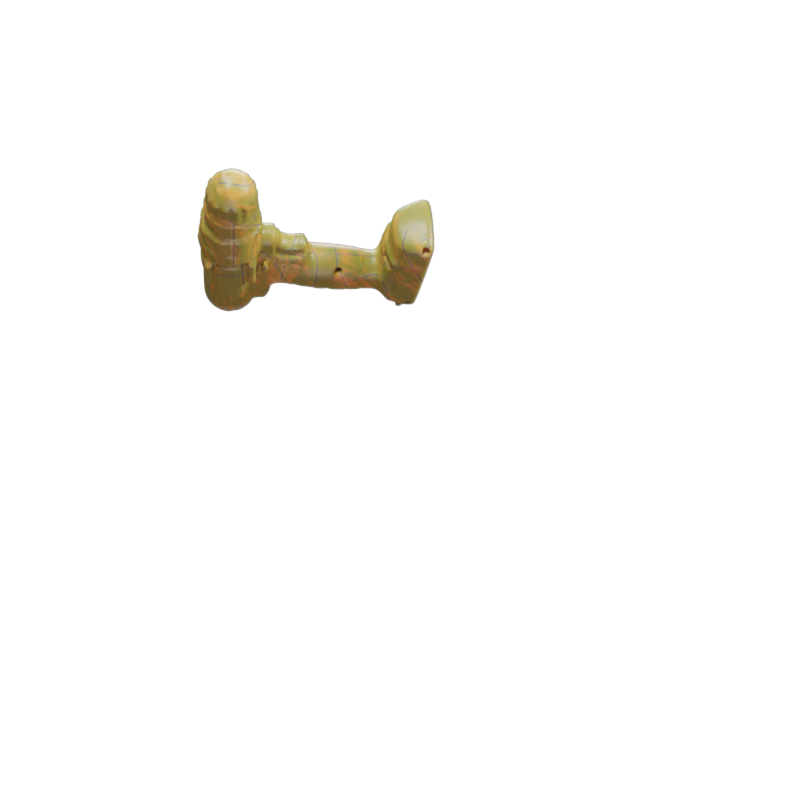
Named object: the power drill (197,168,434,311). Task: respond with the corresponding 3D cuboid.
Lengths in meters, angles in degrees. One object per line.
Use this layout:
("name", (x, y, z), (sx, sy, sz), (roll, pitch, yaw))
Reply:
("power drill", (-0.071, -0.129, 0.905), (0.186, 0.061, 0.176), (2, -22, -6))
